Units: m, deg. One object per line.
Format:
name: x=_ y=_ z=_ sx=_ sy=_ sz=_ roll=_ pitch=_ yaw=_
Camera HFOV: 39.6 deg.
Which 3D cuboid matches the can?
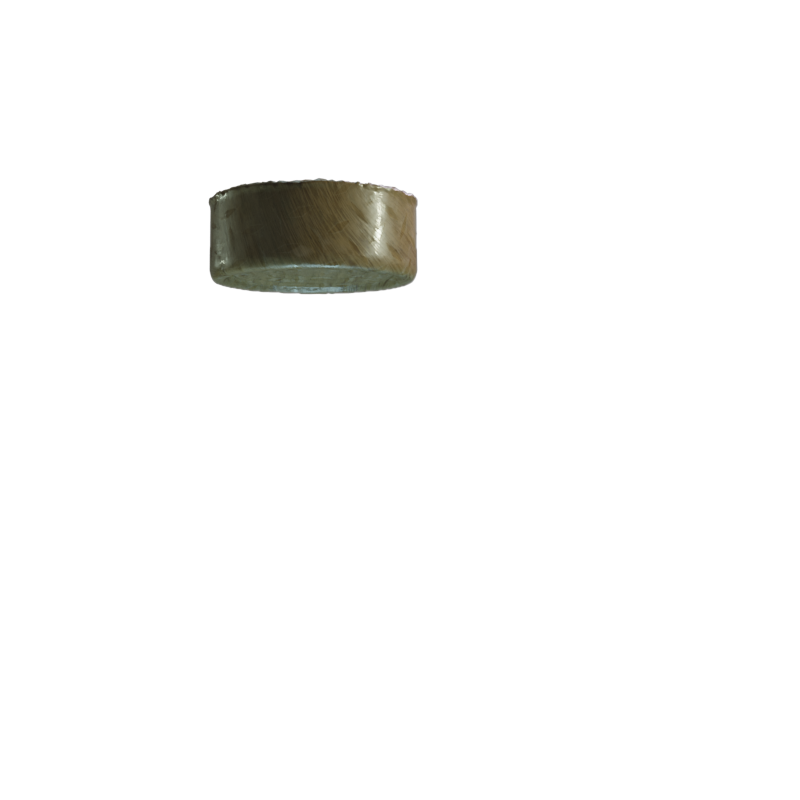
can: x=-0.035 y=-0.065 z=0.452 sx=0.086 sy=0.034 sz=0.085 roll=0 pitch=-3 yaw=-2
